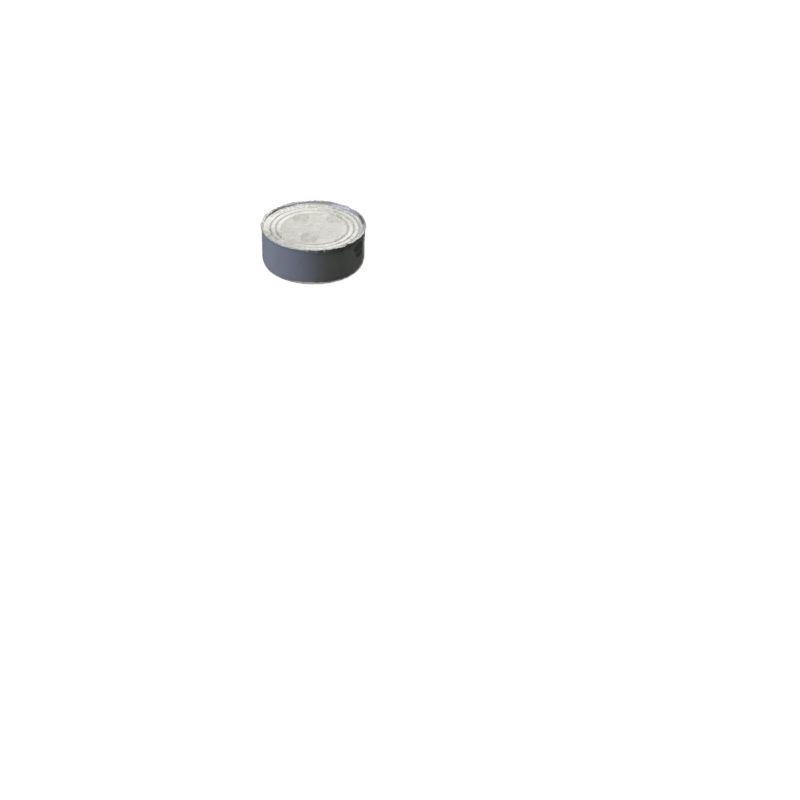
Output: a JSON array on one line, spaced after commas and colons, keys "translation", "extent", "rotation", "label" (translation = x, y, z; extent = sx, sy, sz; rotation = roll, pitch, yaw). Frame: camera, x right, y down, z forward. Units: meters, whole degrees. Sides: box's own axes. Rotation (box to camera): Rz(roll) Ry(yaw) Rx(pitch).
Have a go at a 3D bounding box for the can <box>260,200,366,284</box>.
[{"translation": [-0.071, -0.130, 0.907], "extent": [0.086, 0.031, 0.092], "rotation": [-1, 35, -2], "label": "can"}]
